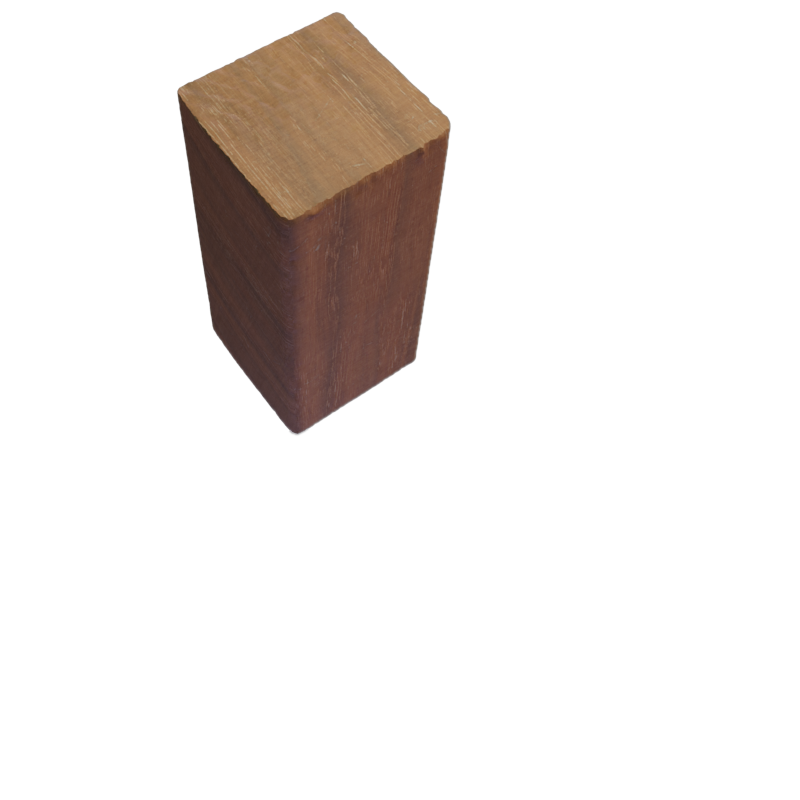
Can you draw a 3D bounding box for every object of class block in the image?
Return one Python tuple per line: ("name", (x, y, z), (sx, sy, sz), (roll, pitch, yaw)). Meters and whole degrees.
("block", (-0.044, -0.080, 0.564), (0.091, 0.096, 0.194), (-31, -23, -19))
